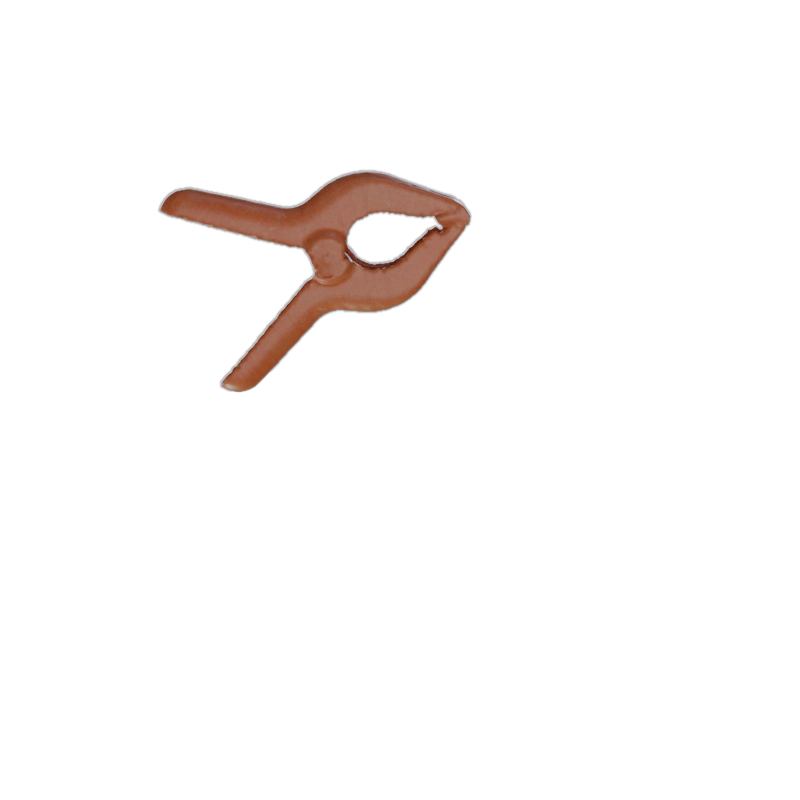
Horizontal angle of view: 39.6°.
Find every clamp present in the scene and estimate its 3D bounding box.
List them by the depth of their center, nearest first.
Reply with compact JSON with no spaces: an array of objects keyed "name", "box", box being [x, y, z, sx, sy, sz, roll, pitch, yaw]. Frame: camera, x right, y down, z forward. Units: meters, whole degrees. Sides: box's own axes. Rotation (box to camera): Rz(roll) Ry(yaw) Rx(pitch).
[{"name":"clamp","box":[-0.049,-0.089,0.624,0.171,0.116,0.040,-26,13,6]}]
